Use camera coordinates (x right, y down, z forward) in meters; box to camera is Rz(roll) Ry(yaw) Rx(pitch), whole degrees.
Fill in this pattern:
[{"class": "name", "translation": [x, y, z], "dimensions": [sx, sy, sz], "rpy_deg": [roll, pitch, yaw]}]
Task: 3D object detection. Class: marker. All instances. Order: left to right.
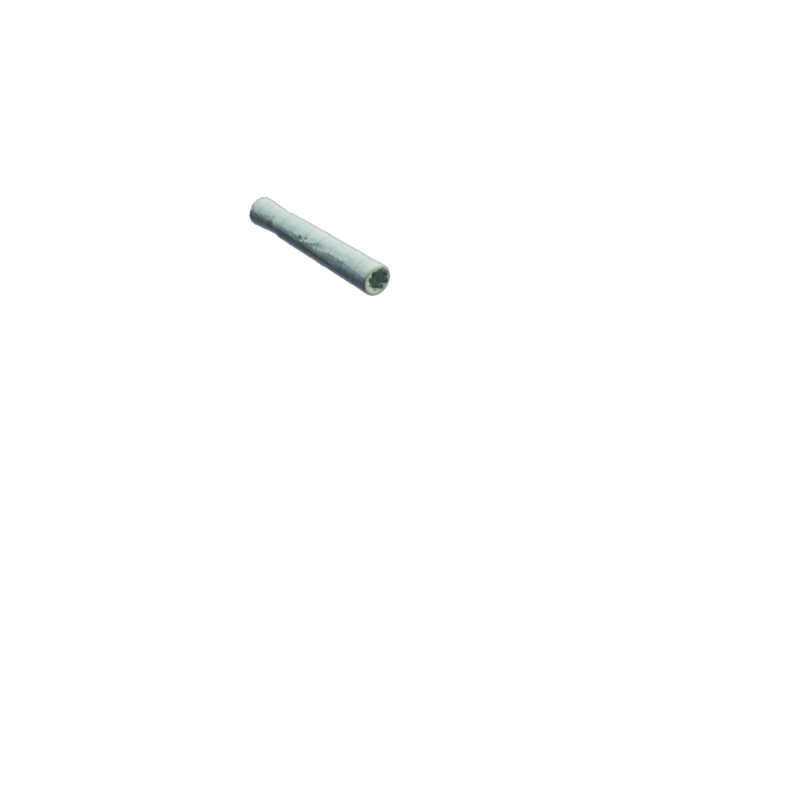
[{"class": "marker", "translation": [-0.051, -0.093, 0.652], "dimensions": [0.019, 0.019, 0.130], "rpy_deg": [-3, 27, -40]}]
